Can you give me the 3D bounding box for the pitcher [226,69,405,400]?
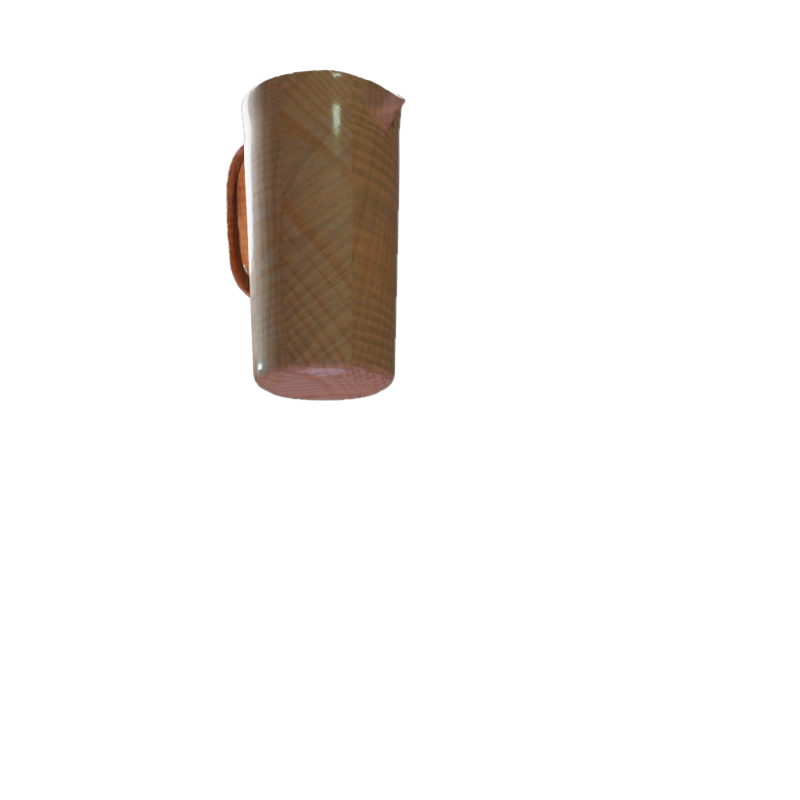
[{"bbox_3d":[-0.069,-0.126,0.885,0.144,0.254,0.144,1,-17,-5],"label":"pitcher"}]
